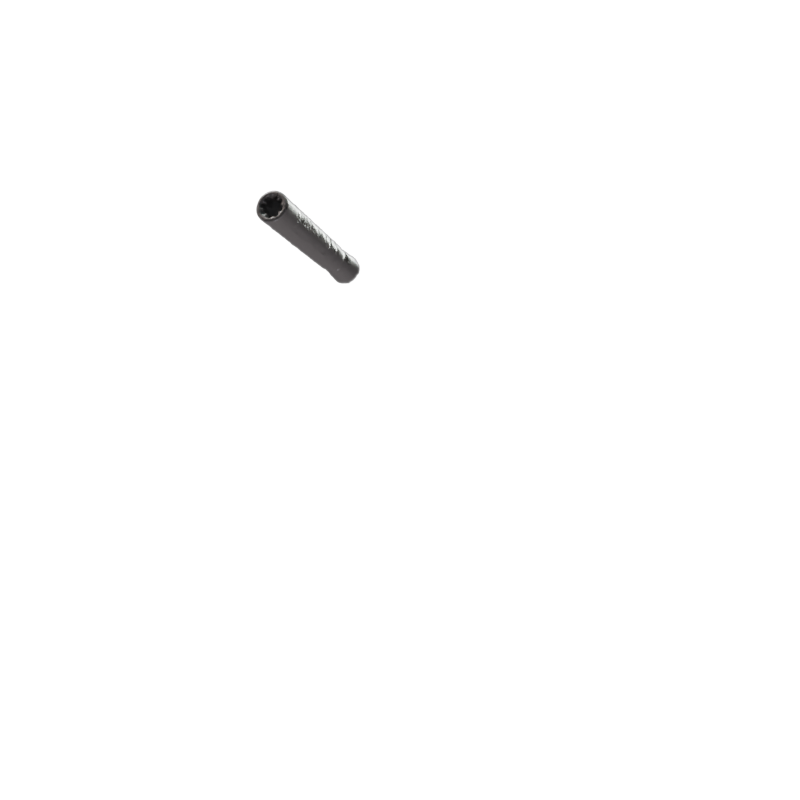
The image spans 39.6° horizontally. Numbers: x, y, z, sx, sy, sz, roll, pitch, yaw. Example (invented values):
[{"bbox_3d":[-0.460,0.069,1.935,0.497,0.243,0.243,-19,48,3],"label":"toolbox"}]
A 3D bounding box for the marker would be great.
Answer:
[{"bbox_3d":[-0.052,-0.094,0.660,0.020,0.020,0.114,2,-12,21],"label":"marker"}]
